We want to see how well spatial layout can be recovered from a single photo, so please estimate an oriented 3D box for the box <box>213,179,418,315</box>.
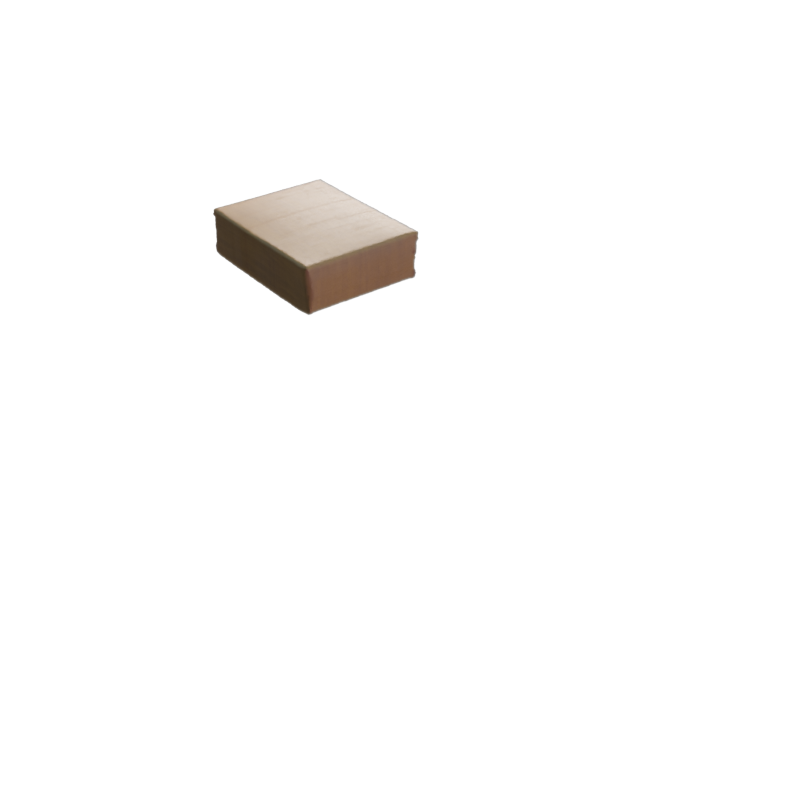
[{"bbox_3d":[-0.058,-0.105,0.735,0.089,0.036,0.122,-22,40,-30],"label":"box"}]
